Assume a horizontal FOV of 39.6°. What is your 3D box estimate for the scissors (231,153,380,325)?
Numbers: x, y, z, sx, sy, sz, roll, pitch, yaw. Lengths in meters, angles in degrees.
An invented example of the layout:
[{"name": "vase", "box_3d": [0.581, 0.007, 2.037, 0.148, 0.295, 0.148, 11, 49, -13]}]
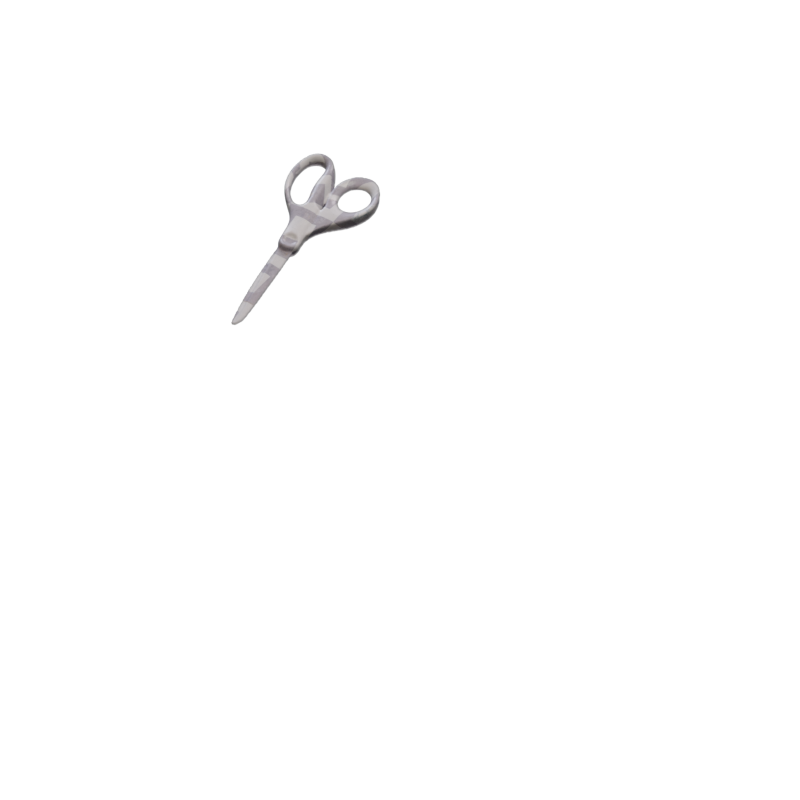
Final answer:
[{"name": "scissors", "box_3d": [-0.076, -0.138, 0.966, 0.097, 0.214, 0.015, 7, -36, 5]}]
